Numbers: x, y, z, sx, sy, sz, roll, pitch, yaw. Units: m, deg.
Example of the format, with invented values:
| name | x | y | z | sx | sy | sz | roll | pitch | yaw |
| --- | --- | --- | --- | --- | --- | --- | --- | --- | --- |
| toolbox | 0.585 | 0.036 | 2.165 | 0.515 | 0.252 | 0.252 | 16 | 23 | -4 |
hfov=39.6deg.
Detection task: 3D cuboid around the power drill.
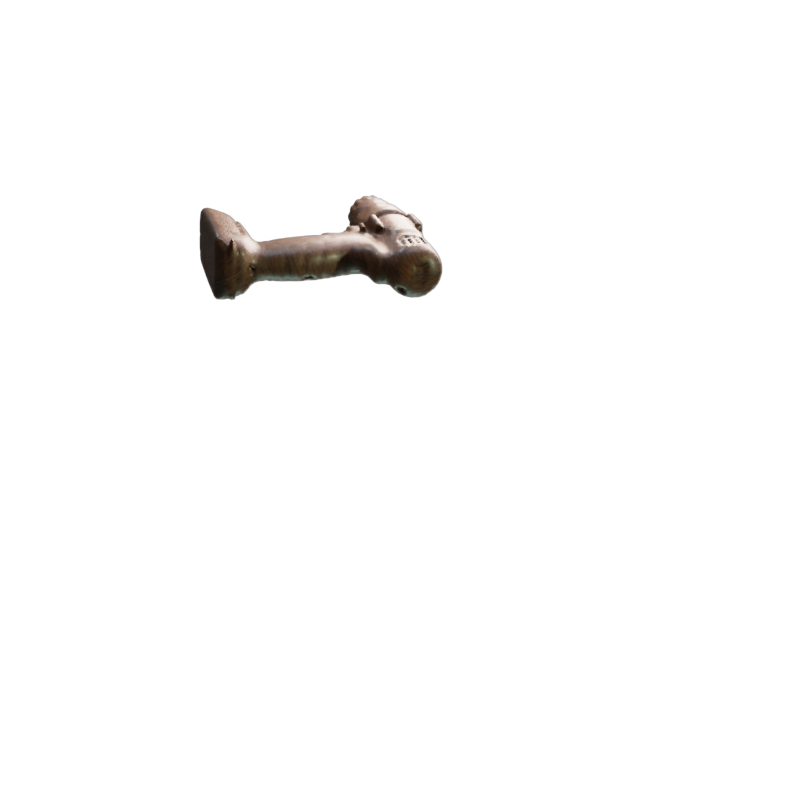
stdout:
| name | x | y | z | sx | sy | sz | roll | pitch | yaw |
| --- | --- | --- | --- | --- | --- | --- | --- | --- | --- |
| power drill | -0.074 | -0.135 | 0.943 | 0.185 | 0.055 | 0.196 | -5 | 24 | -13 |
